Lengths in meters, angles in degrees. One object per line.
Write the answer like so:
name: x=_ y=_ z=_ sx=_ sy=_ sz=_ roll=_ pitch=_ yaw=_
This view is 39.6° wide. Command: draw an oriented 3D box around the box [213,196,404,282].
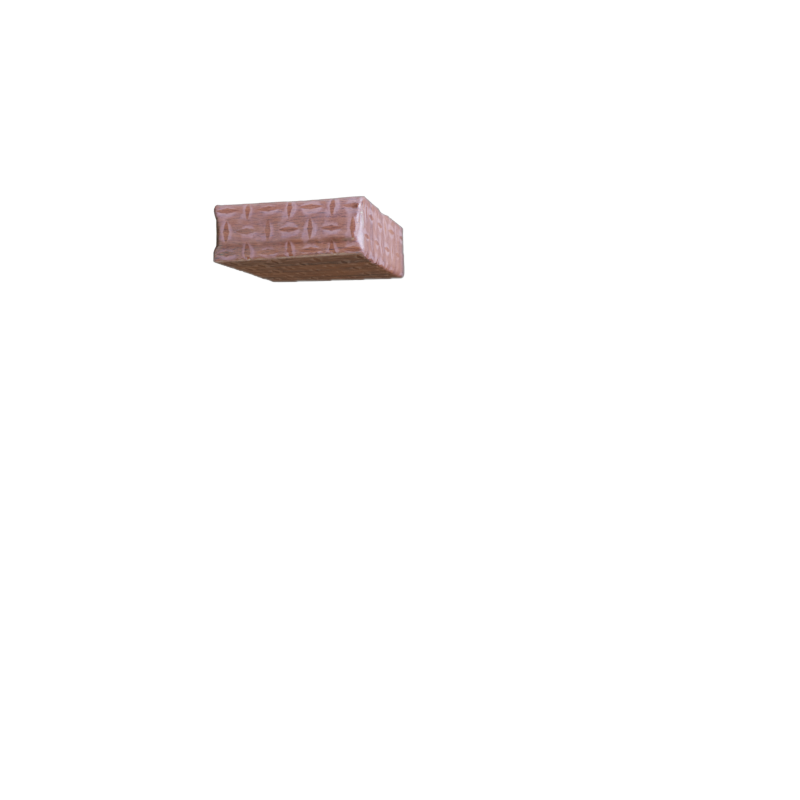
box: x=-0.043 y=-0.078 z=0.546 sx=0.074 sy=0.031 sz=0.086 roll=-1 pitch=-3 yaw=15
